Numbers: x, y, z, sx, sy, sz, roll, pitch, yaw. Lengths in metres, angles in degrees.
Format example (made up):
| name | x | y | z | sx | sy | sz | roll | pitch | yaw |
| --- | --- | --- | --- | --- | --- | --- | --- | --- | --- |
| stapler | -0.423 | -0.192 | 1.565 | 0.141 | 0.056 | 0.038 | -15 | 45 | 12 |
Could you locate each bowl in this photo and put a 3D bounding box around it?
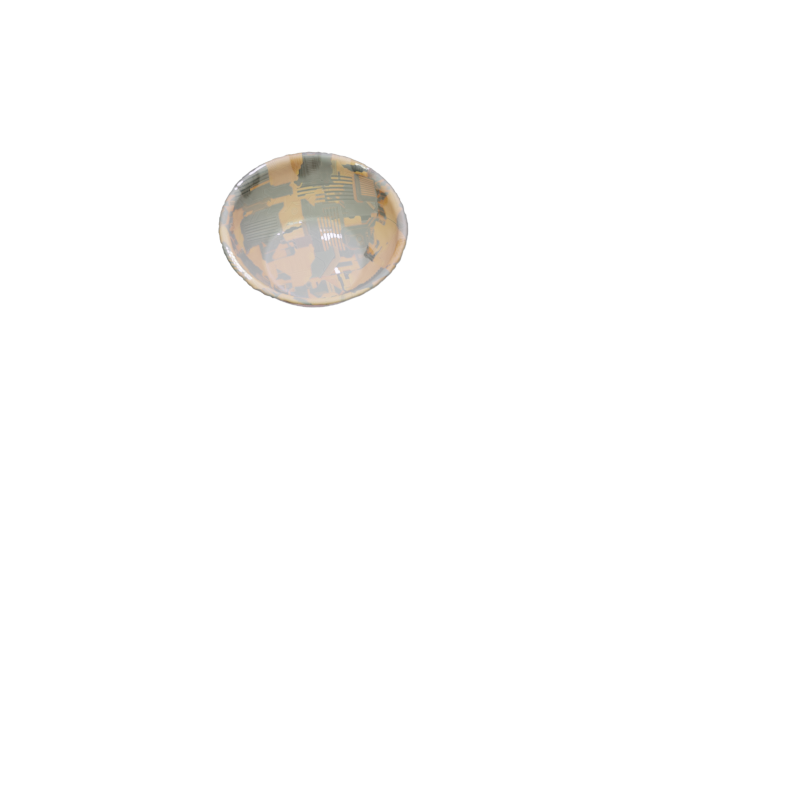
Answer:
| name | x | y | z | sx | sy | sz | roll | pitch | yaw |
| --- | --- | --- | --- | --- | --- | --- | --- | --- | --- |
| bowl | -0.076 | -0.138 | 0.967 | 0.162 | 0.173 | 0.052 | -1 | -32 | -1 |
